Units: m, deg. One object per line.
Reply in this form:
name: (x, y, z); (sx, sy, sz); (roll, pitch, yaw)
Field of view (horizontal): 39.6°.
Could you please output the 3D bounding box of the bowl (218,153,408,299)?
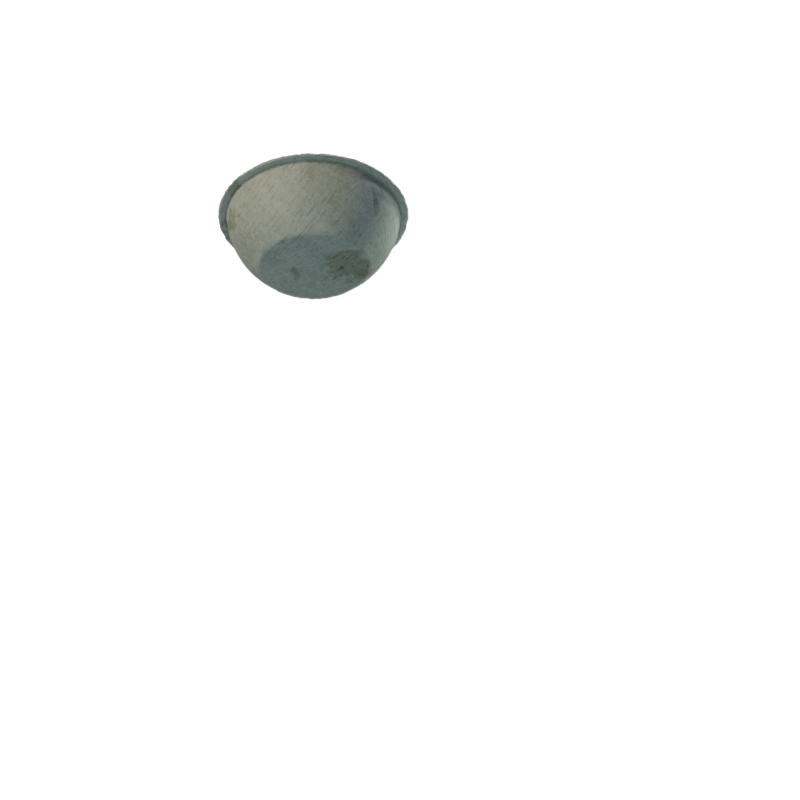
bowl: (-0.073, -0.133, 0.928); (0.162, 0.059, 0.152); (1, -33, -2)
